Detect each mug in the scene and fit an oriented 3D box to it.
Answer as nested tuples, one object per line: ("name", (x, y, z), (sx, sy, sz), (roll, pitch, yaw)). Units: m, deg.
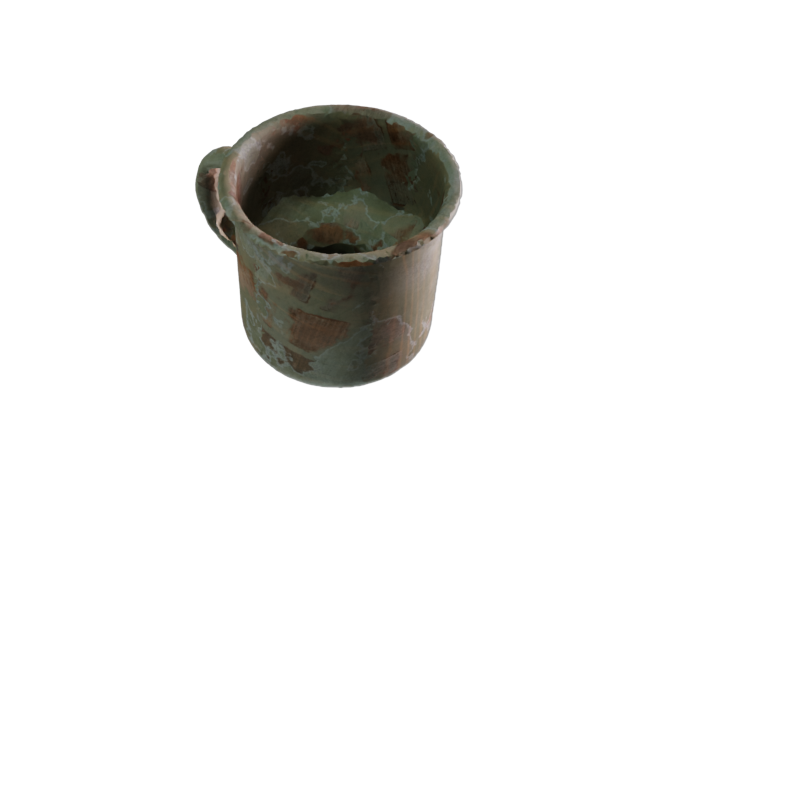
("mug", (-0.035, -0.065, 0.453), (0.122, 0.076, 0.096), (25, 52, 20))
